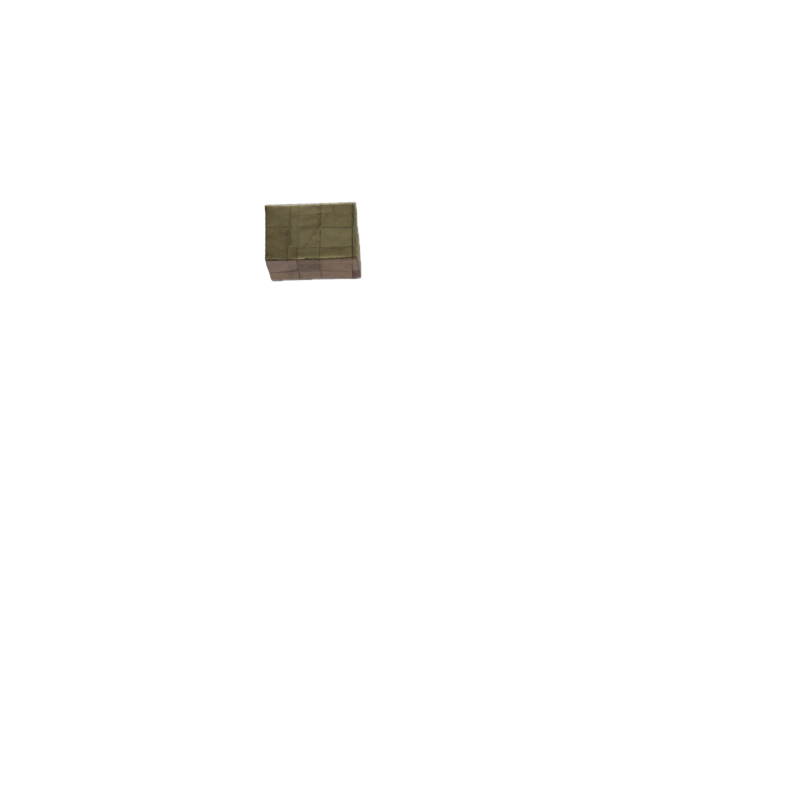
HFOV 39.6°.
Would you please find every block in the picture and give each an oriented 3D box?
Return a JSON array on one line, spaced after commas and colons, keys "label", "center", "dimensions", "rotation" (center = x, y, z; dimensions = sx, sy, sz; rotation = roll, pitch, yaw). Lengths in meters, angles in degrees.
[{"label": "block", "center": [-0.072, -0.132, 0.923], "dimensions": [0.078, 0.054, 0.050], "rotation": [-1, -17, 2]}]
